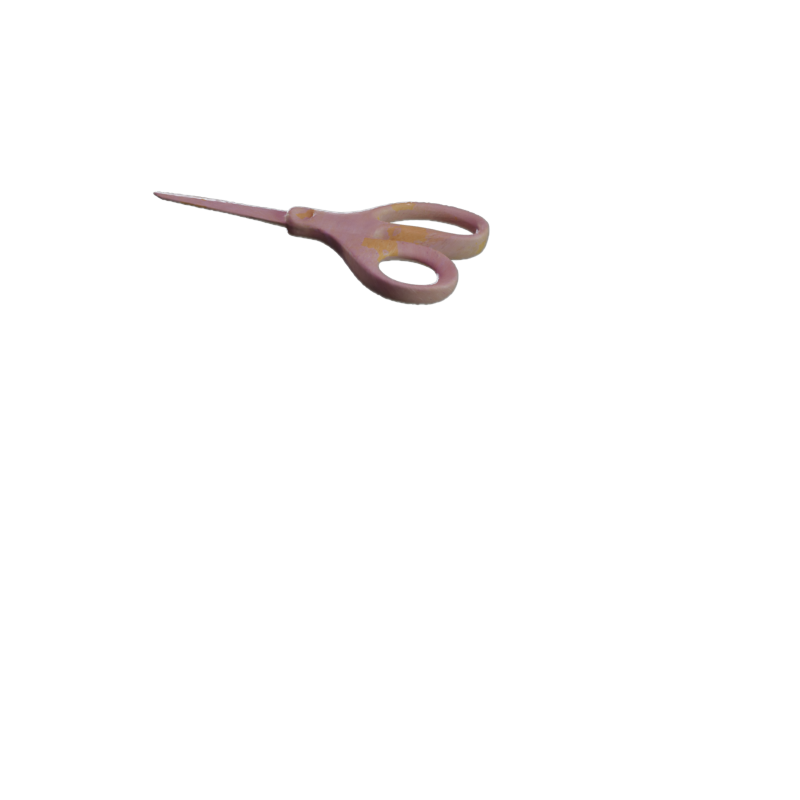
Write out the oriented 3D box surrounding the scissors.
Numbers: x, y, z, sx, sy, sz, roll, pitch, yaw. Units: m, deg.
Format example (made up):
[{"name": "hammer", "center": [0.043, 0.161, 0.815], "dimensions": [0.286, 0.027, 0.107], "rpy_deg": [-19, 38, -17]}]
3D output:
[{"name": "scissors", "center": [-0.050, -0.091, 0.635], "dimensions": [0.202, 0.015, 0.103], "rpy_deg": [2, 39, 2]}]
